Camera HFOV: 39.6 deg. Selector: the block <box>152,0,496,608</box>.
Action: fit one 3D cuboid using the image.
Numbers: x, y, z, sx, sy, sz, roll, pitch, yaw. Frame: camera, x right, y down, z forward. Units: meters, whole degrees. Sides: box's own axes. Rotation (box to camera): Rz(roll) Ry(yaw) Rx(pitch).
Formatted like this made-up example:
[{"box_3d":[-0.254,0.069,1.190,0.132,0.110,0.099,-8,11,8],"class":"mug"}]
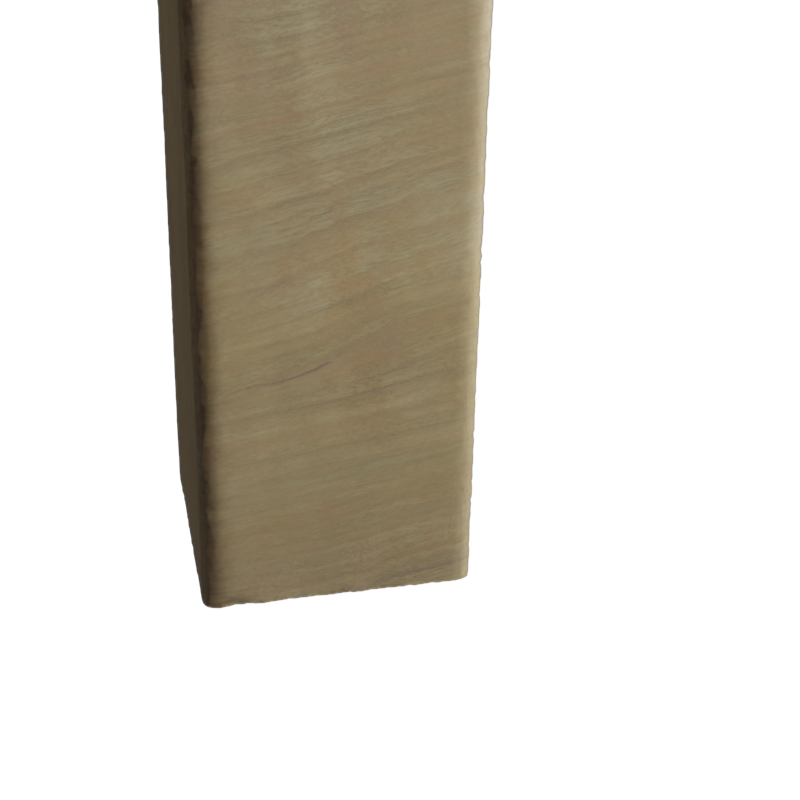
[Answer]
[{"box_3d":[-0.029,-0.052,0.361,0.089,0.197,0.096,-4,20,-13],"class":"block"}]
